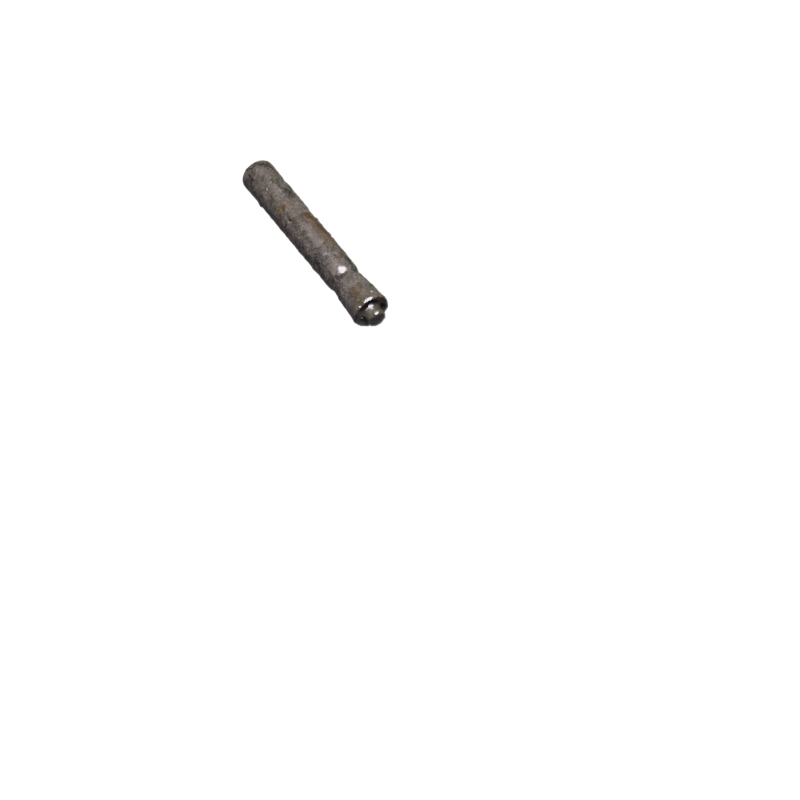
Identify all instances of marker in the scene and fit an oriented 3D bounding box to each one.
[{"bbox_3d":[-0.043,-0.079,0.555,0.019,0.019,0.131,-2,41,-39],"label":"marker"}]
